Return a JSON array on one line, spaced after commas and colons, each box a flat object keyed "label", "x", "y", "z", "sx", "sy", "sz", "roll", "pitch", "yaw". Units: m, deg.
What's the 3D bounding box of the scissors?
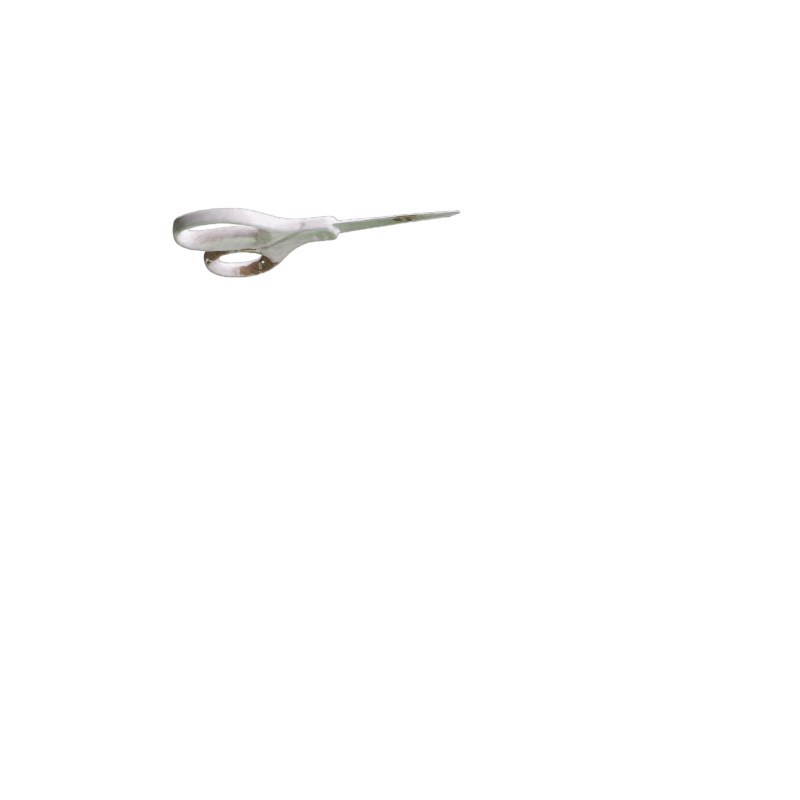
[{"label": "scissors", "x": -0.063, "y": -0.115, "z": 0.806, "sx": 0.201, "sy": 0.017, "sz": 0.091, "roll": 1, "pitch": -22, "yaw": -2}]
